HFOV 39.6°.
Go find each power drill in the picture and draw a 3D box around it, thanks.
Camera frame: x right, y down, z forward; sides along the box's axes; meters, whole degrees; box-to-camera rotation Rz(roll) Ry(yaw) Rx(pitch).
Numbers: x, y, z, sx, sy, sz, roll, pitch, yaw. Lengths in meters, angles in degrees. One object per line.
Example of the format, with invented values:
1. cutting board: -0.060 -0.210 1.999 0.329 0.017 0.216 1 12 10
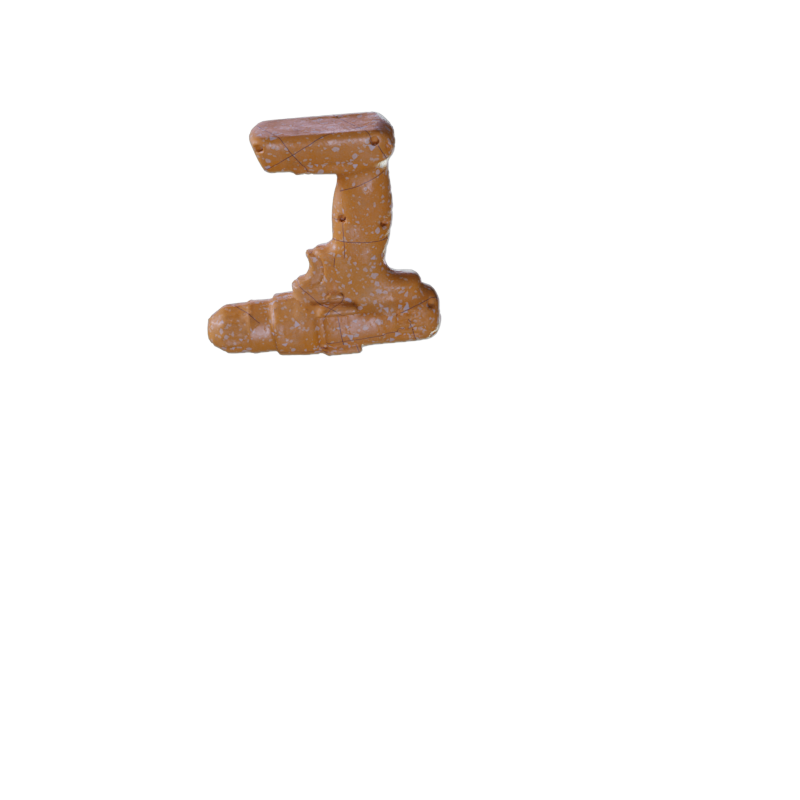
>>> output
1. power drill: -0.066 -0.121 0.847 0.185 0.177 0.061 -5 27 2
